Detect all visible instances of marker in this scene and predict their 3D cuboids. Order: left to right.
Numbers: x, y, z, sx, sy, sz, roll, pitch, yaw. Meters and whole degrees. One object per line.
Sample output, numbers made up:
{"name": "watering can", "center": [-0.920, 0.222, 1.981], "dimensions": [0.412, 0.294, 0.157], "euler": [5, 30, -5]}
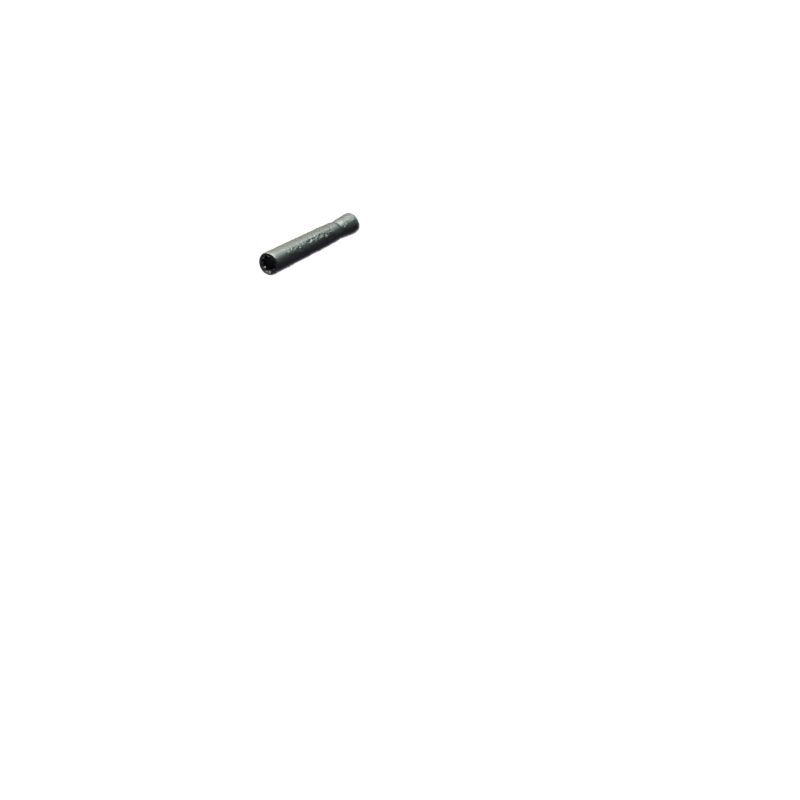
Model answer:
{"name": "marker", "center": [-0.071, -0.129, 0.901], "dimensions": [0.020, 0.019, 0.121], "euler": [2, 24, 34]}
